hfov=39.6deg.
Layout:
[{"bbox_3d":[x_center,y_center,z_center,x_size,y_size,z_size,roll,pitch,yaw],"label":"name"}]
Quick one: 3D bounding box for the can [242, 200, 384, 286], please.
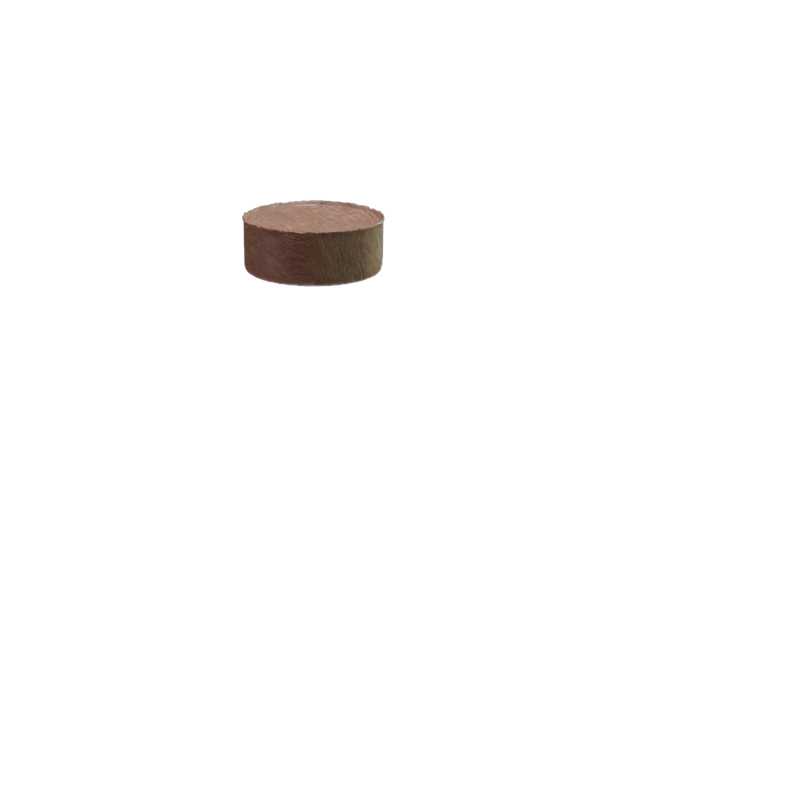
[{"bbox_3d":[-0.053,-0.096,0.671,0.086,0.032,0.090,-1,21,-2],"label":"can"}]
